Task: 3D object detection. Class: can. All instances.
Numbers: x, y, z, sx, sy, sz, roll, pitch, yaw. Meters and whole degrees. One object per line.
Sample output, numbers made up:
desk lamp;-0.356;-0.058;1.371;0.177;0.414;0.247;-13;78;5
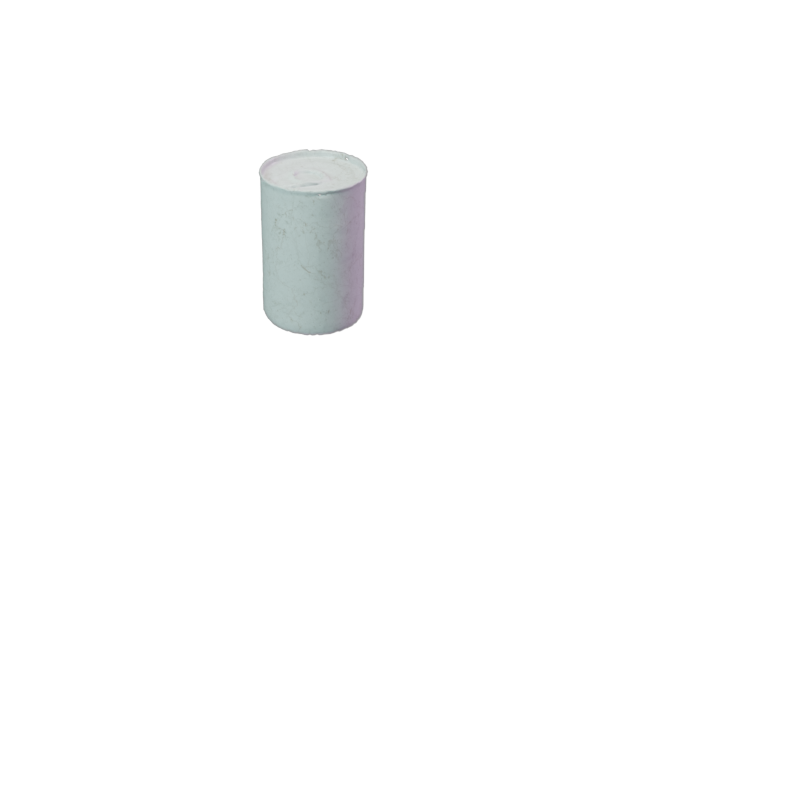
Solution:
can;-0.056;-0.102;0.713;0.068;0.096;0.073;0;29;-2
